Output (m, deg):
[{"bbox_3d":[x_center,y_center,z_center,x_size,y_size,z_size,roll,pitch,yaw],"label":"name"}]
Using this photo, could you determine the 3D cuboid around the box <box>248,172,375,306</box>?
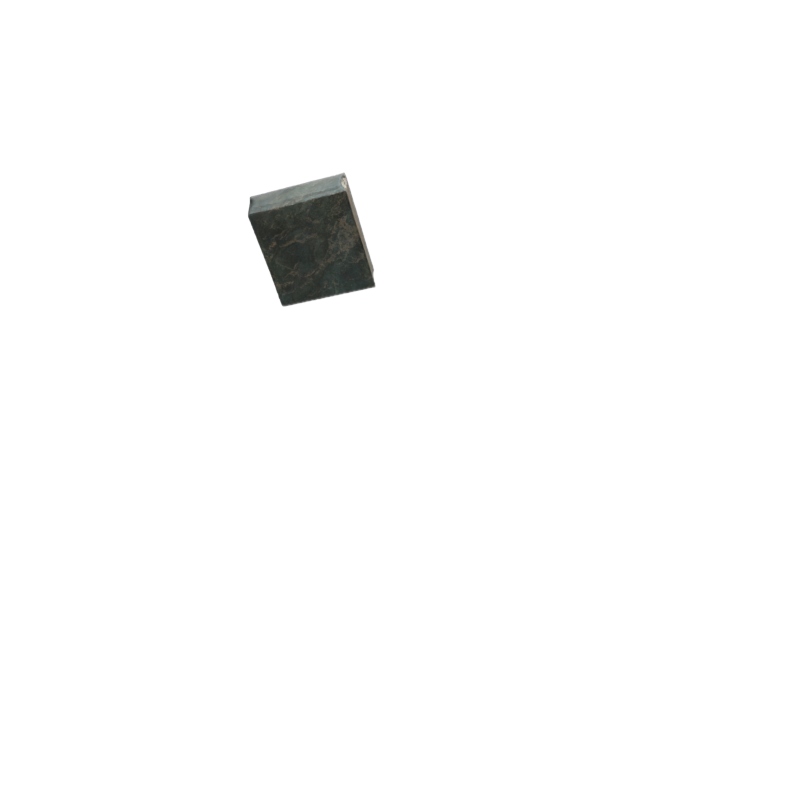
[{"bbox_3d":[-0.064,-0.116,0.814,0.073,0.083,0.032,-13,35,8],"label":"box"}]
